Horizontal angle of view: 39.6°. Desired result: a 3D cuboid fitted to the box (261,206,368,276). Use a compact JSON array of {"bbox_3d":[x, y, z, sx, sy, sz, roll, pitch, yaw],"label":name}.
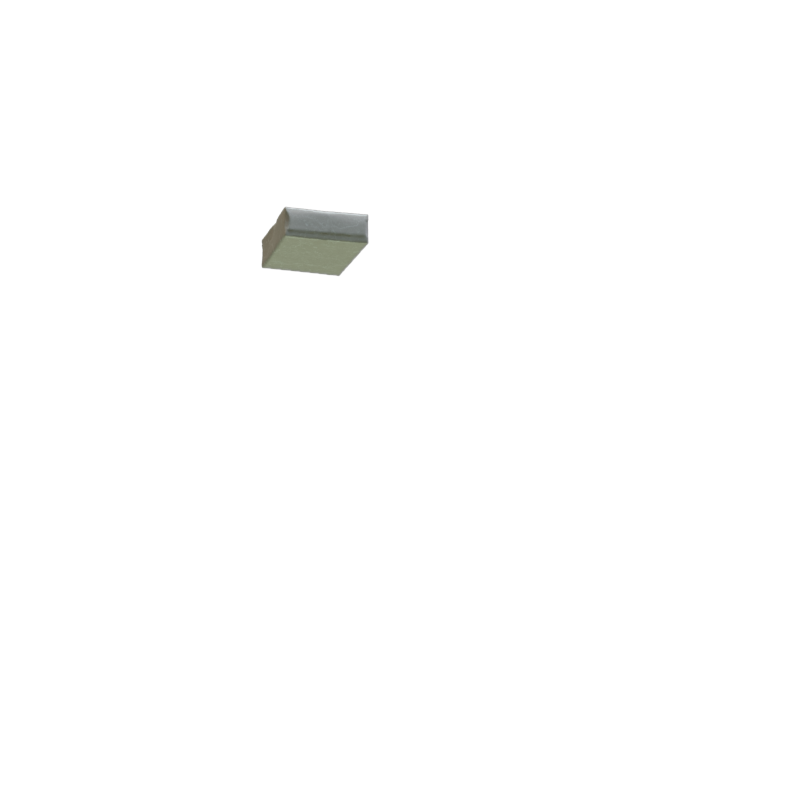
[{"bbox_3d":[-0.075,-0.136,0.952,0.071,0.031,0.088,4,-14,-17],"label":"box"}]
